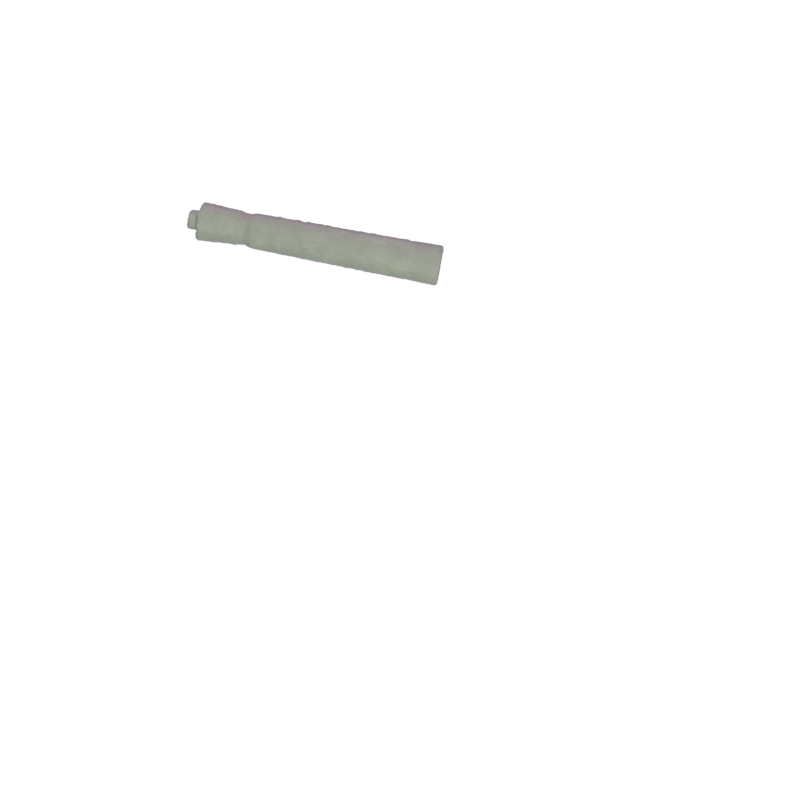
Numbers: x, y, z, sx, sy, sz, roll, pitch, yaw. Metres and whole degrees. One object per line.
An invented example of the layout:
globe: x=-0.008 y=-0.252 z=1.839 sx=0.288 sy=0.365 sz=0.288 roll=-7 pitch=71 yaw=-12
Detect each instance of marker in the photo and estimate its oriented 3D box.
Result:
marker: x=-0.041 y=-0.074 z=0.521 sx=0.122 sy=0.020 sz=0.020 roll=12 pitch=5 yaw=7
